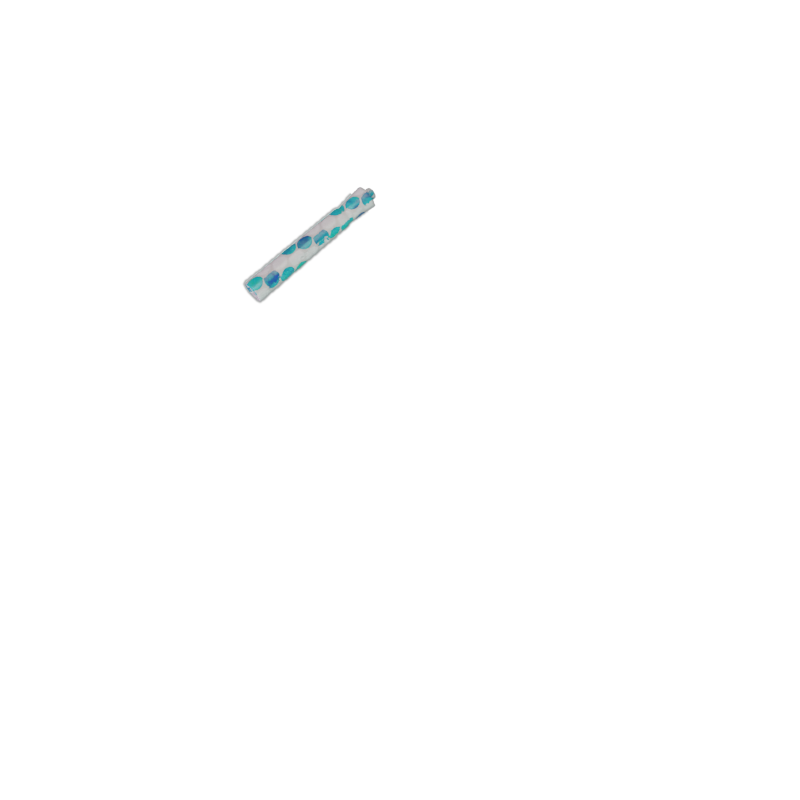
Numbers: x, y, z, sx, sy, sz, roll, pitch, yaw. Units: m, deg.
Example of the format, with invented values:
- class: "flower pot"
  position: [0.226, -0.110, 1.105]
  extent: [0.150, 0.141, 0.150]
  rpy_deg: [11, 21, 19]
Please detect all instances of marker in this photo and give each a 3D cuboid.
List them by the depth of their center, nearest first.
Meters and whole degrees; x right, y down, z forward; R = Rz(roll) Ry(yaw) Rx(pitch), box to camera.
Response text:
- class: "marker"
  position: [-0.065, -0.118, 0.827]
  extent: [0.122, 0.019, 0.020]
  rpy_deg: [-42, 17, -14]
